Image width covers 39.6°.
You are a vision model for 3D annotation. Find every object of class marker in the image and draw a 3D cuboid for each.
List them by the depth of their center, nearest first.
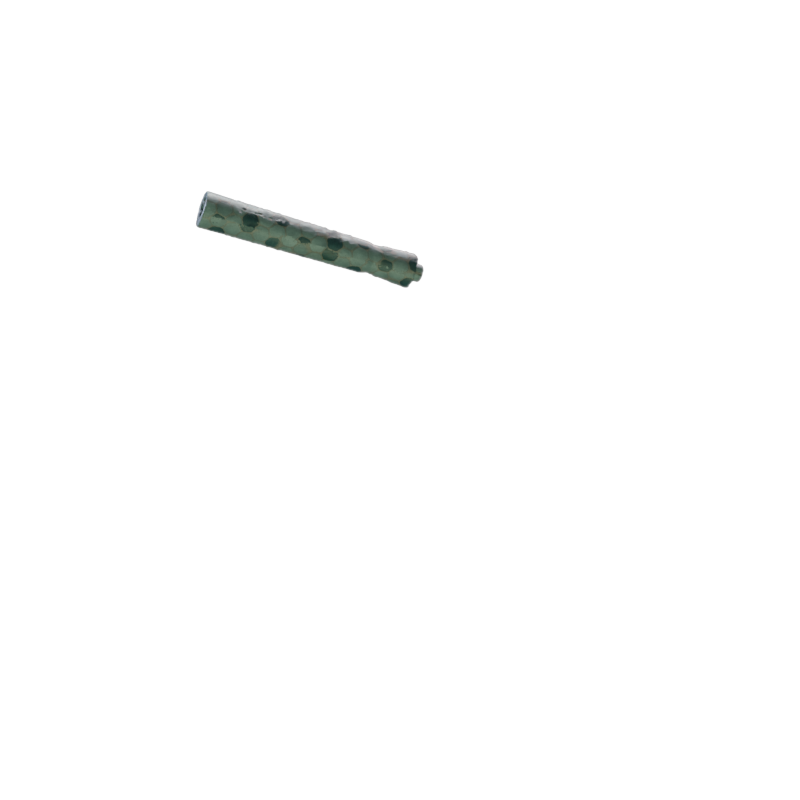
[{"bbox_3d":[-0.045,-0.082,0.571,0.118,0.020,0.020,15,0,-13],"label":"marker"}]
